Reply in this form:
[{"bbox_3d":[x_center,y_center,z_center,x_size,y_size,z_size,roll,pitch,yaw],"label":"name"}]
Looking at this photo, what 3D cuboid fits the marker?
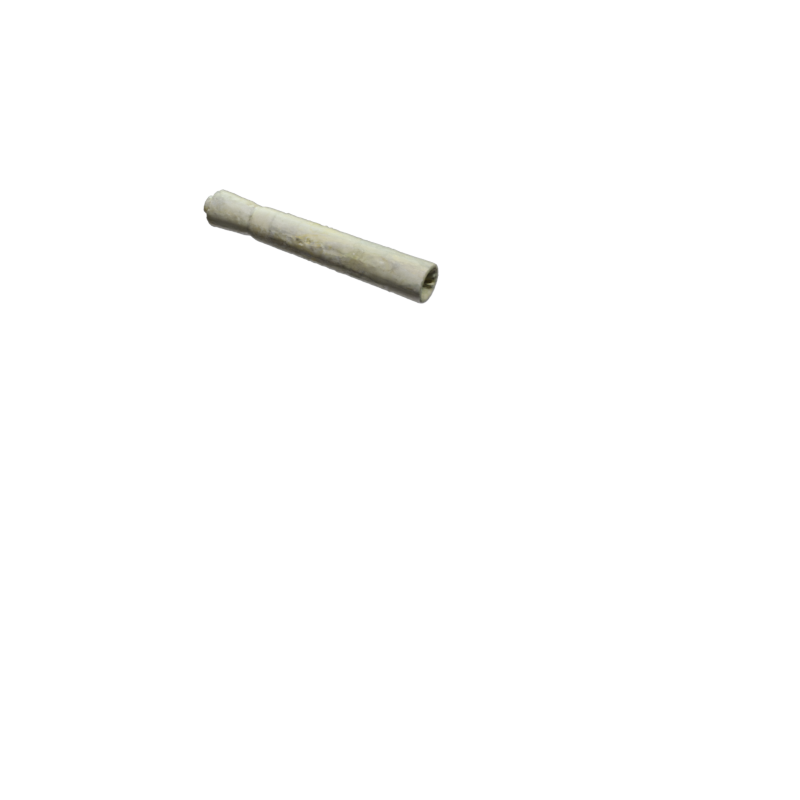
[{"bbox_3d":[-0.040,-0.073,0.511,0.127,0.019,0.019,23,13,25],"label":"marker"}]
